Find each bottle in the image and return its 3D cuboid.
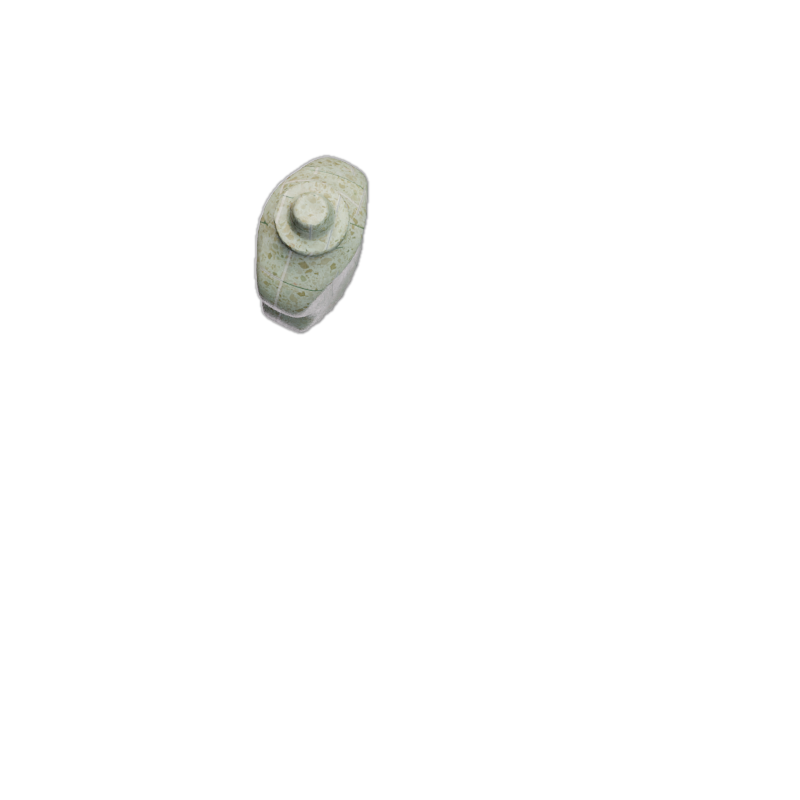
[{"bbox_3d":[-0.053,-0.096,0.669,0.058,0.097,0.189,28,-5,-3],"label":"bottle"}]
